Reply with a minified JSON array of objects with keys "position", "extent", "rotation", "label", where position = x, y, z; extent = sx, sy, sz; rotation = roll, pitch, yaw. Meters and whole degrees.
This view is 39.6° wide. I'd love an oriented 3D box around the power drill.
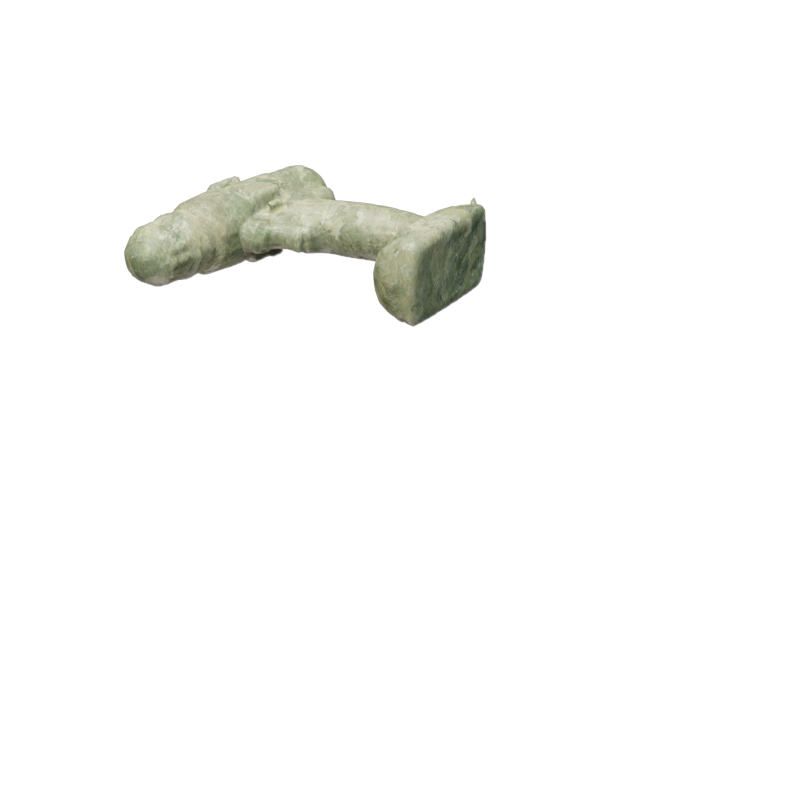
[{"position":[-0.055,-0.100,0.703],"extent":[0.197,0.054,0.185],"rotation":[17,32,29],"label":"power drill"}]
